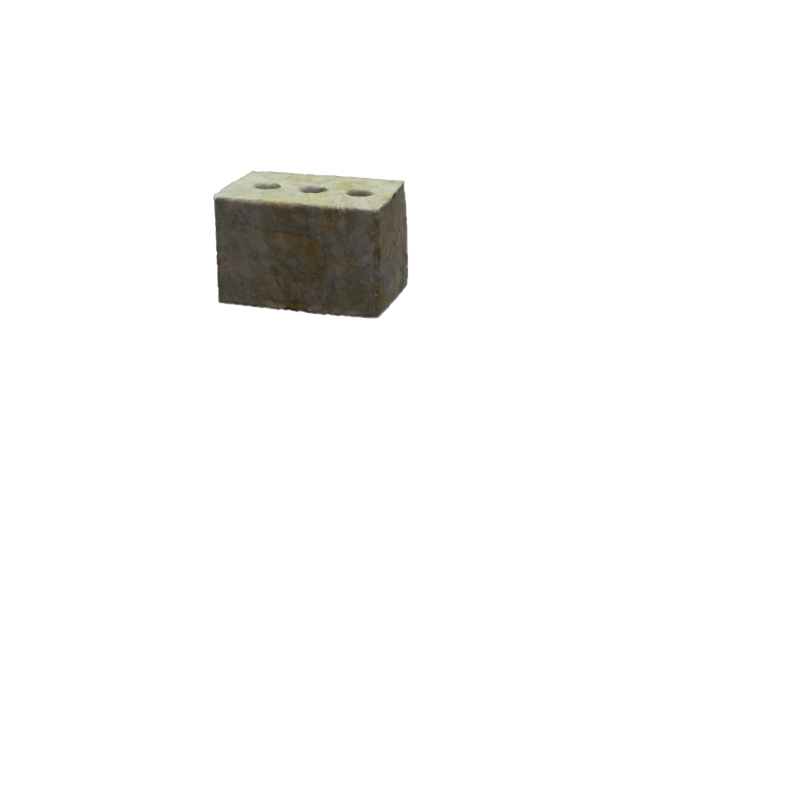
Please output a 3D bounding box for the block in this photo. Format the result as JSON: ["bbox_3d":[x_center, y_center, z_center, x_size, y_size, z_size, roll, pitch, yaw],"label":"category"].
[{"bbox_3d":[-0.039,-0.072,0.503,0.080,0.049,0.054,6,21,14],"label":"block"}]
